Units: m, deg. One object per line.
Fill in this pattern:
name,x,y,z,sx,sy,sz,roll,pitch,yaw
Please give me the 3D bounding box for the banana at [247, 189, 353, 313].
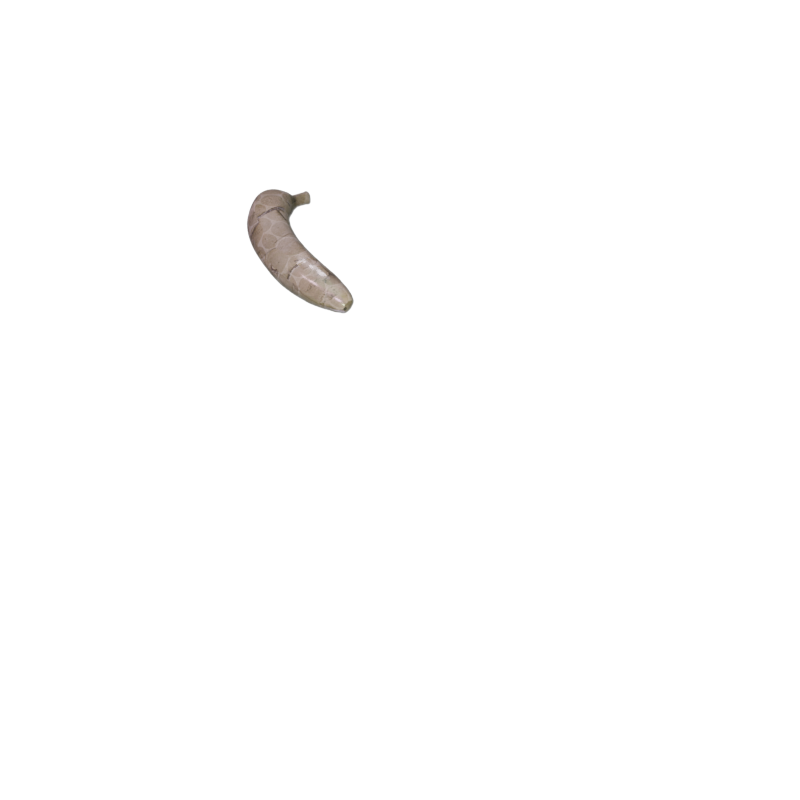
banana,-0.094,-0.136,0.954,0.069,0.034,0.213,-8,38,-11
